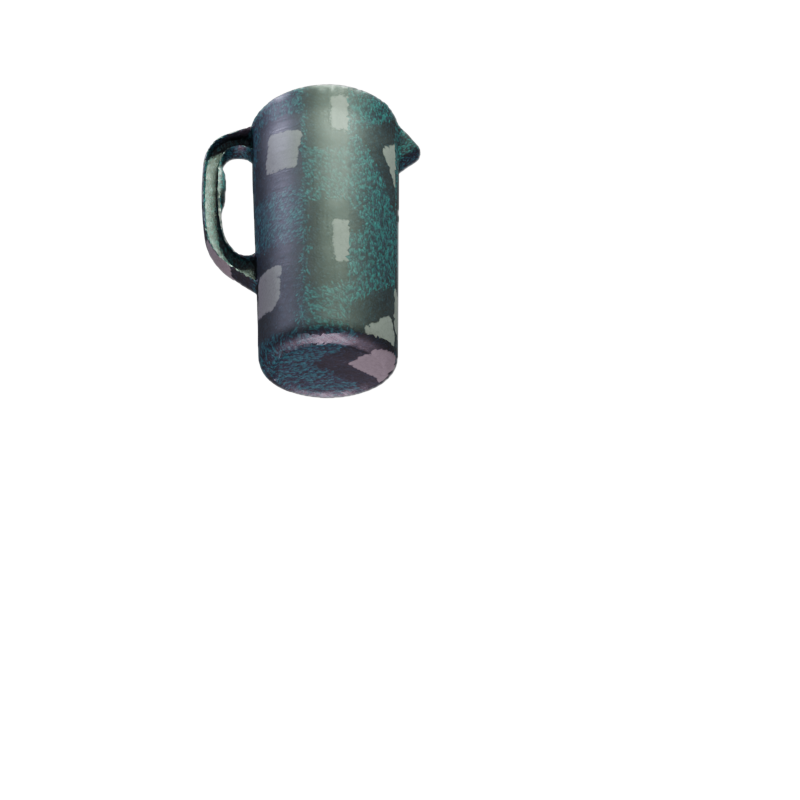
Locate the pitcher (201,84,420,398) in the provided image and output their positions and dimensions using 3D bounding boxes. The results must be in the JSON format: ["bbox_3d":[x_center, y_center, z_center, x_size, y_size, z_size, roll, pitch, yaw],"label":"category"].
[{"bbox_3d":[-0.072,-0.131,0.916,0.150,0.259,0.135,-24,-38,31],"label":"pitcher"}]
